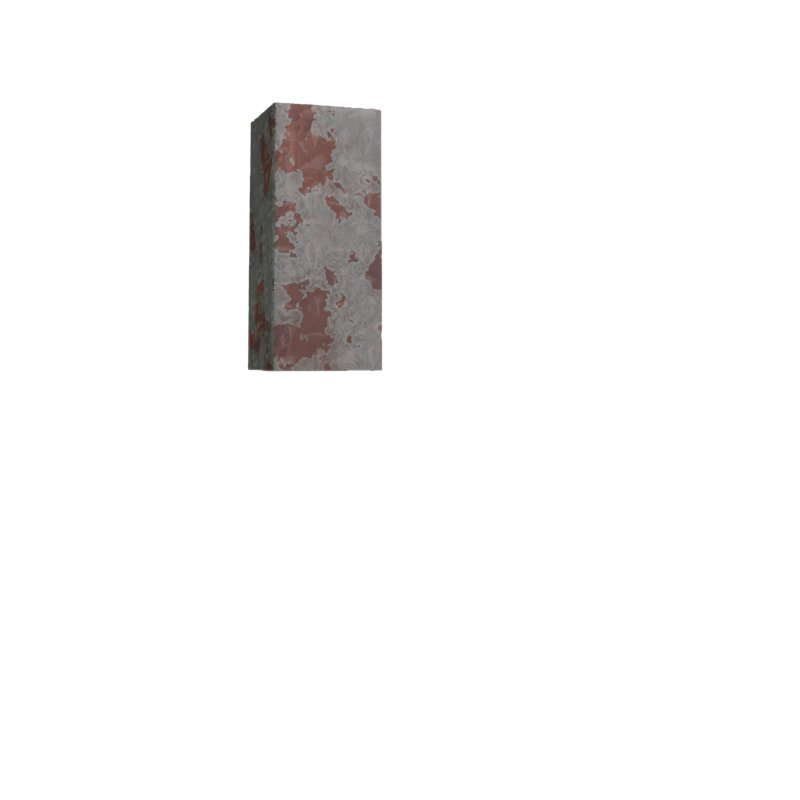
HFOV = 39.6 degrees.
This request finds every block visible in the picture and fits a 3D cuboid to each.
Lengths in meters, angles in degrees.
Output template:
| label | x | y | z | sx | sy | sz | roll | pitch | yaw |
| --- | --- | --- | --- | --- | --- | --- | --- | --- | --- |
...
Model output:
| label | x | y | z | sx | sy | sz | roll | pitch | yaw |
| --- | --- | --- | --- | --- | --- | --- | --- | --- | --- |
| block | -0.070 | -0.128 | 0.895 | 0.089 | 0.209 | 0.091 | 1 | -5 | -18 |
